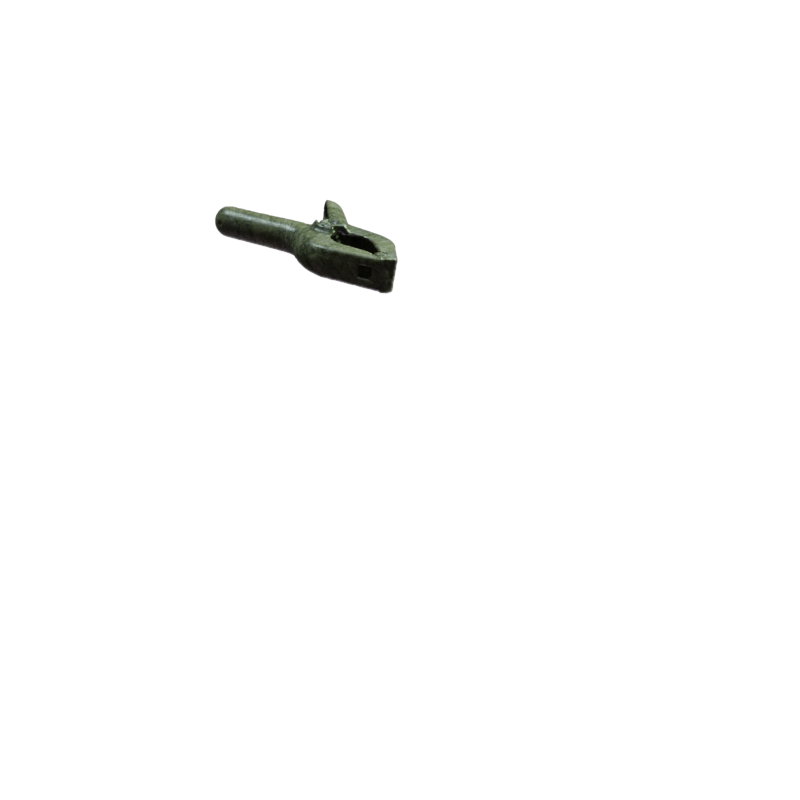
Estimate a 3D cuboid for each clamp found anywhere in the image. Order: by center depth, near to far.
[{"bbox_3d":[-0.069,-0.125,0.875,0.118,0.037,0.183,-11,26,-25],"label":"clamp"}]
